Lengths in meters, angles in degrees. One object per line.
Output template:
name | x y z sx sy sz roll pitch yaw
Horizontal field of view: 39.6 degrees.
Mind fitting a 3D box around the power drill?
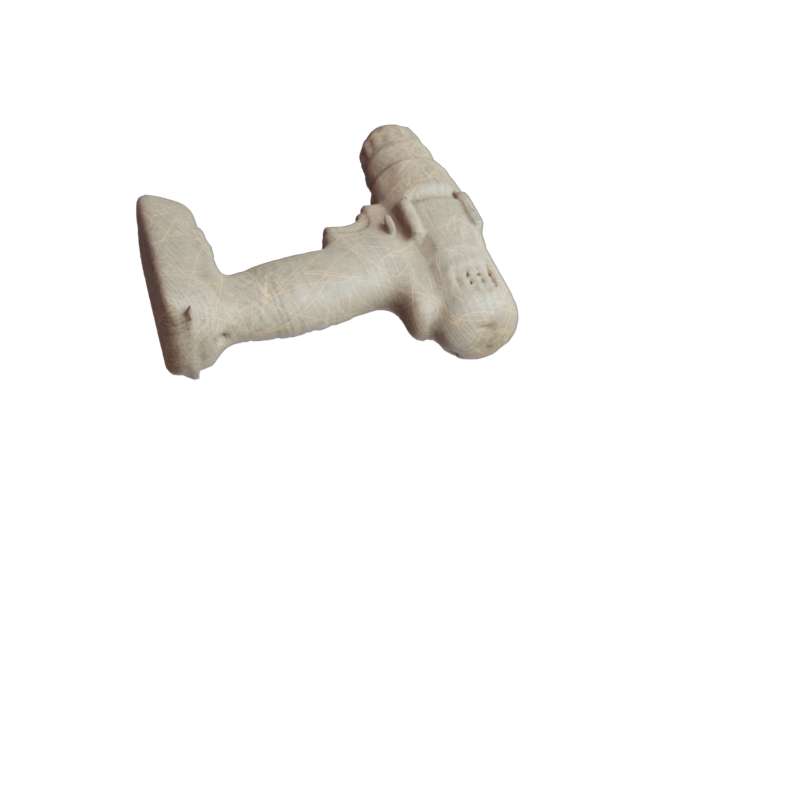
power drill | -0.048 -0.088 0.614 0.185 0.053 0.200 -11 44 -12
